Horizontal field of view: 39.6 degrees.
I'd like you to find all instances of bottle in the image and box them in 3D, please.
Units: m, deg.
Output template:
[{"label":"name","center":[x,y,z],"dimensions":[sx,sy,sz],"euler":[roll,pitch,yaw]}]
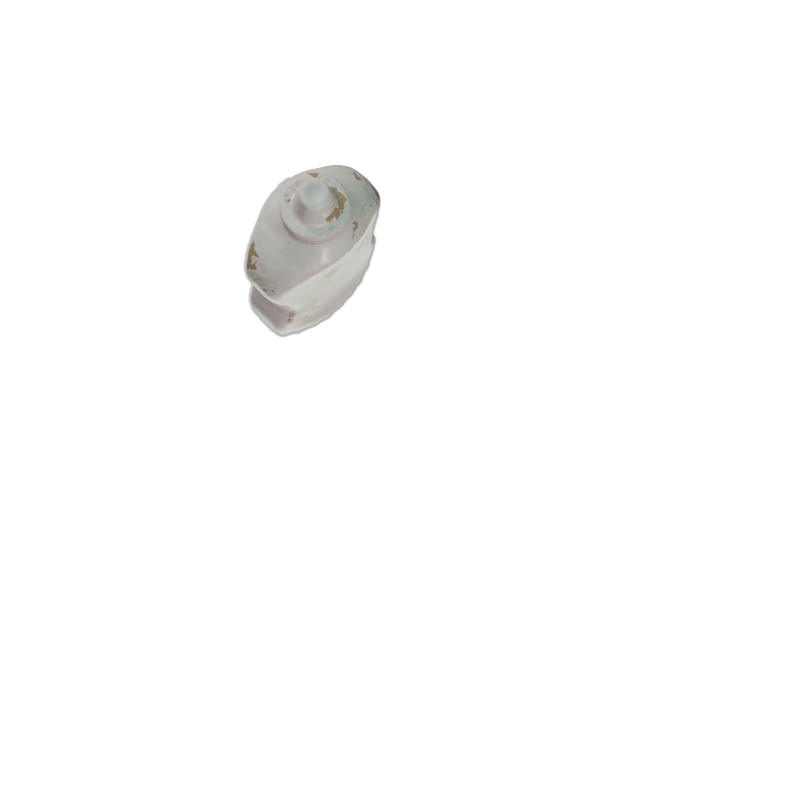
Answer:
[{"label":"bottle","center":[-0.055,-0.100,0.702],"dimensions":[0.097,0.060,0.186],"euler":[-42,-4,-10]}]
